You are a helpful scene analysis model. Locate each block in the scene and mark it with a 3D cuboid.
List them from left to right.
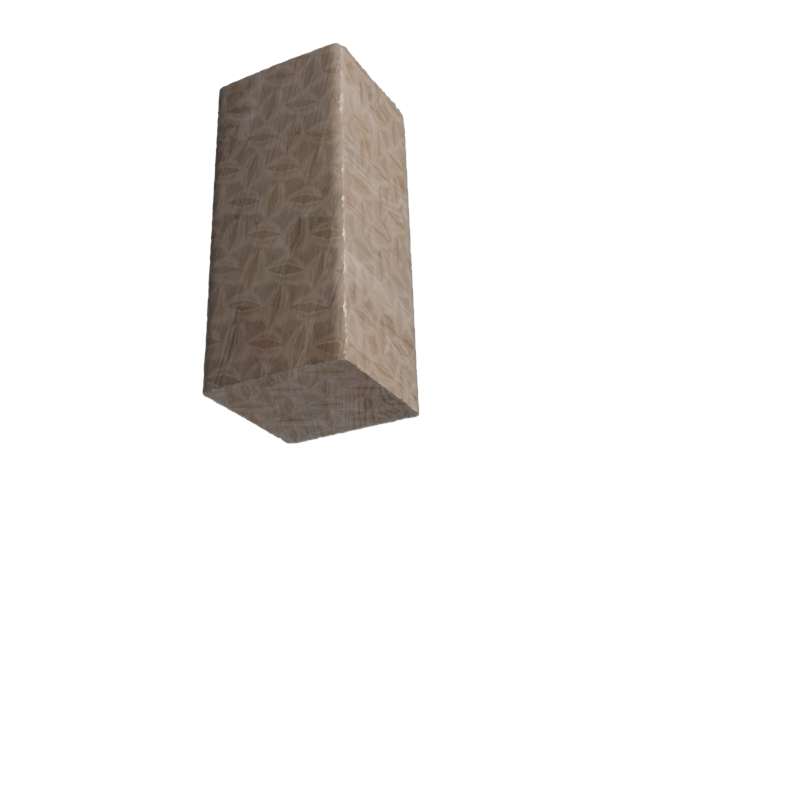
[{"bbox_3d":[-0.051,-0.094,0.653,0.091,0.219,0.084,-16,-31,24],"label":"block"}]
